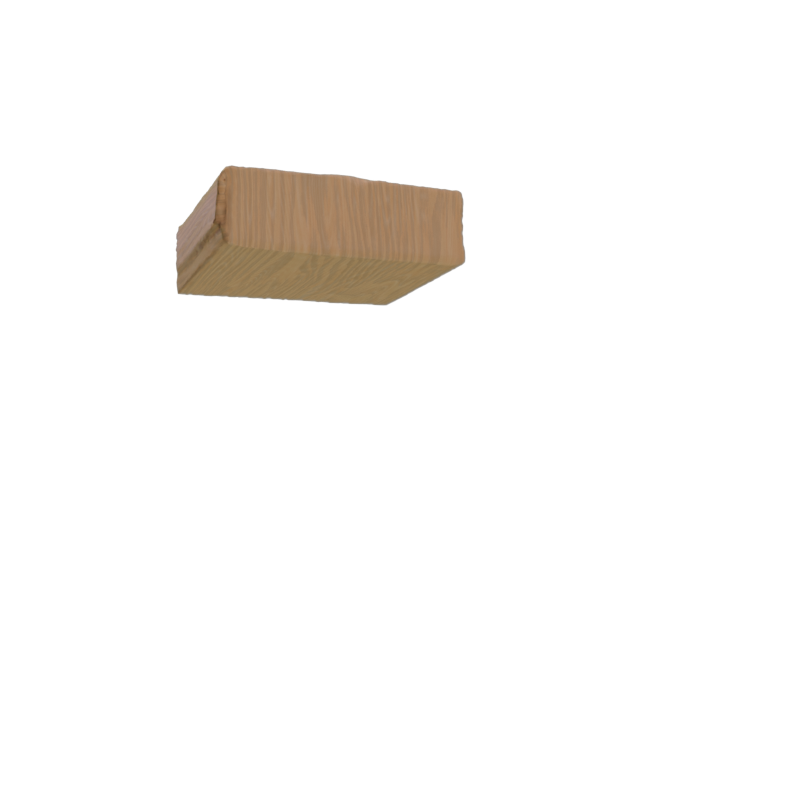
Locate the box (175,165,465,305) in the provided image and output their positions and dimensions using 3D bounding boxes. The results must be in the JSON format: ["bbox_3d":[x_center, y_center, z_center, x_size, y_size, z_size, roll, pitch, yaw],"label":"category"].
[{"bbox_3d":[-0.032,-0.058,0.404,0.087,0.031,0.073,3,-10,-19],"label":"box"}]
